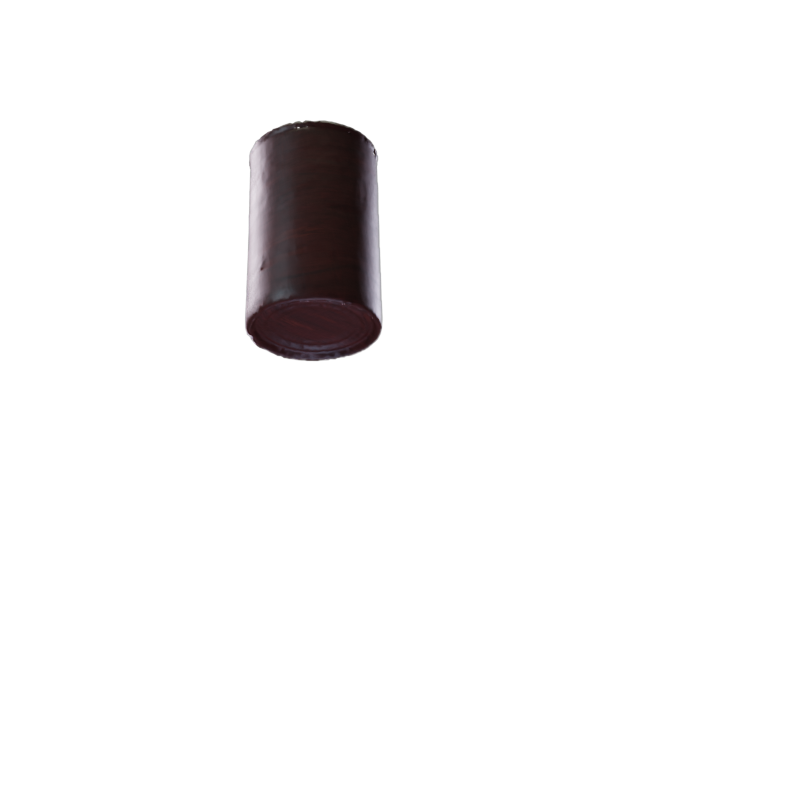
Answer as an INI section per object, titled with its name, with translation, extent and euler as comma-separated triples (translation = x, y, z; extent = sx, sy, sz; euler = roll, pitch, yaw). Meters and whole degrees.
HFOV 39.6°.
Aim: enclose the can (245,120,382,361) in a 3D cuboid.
[can]
translation = -0.044, -0.079, 0.556
extent = 0.068, 0.109, 0.064
euler = 0, -29, -2
